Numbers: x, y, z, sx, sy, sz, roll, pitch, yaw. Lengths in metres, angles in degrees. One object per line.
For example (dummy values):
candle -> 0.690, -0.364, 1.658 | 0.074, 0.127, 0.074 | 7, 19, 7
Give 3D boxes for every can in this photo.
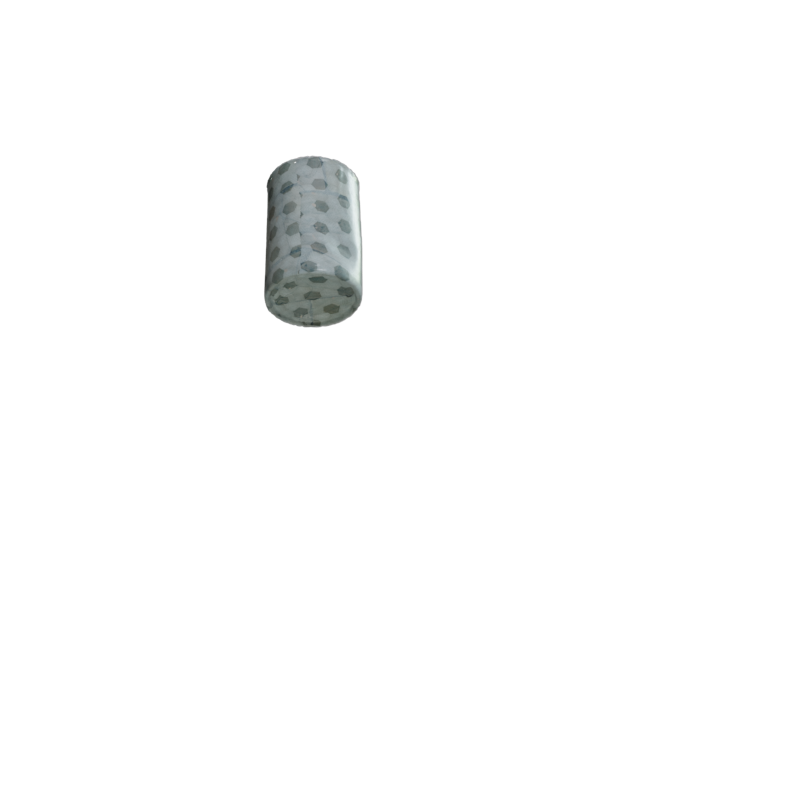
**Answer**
can -> -0.061, -0.111, 0.776 | 0.068, 0.109, 0.064 | -1, -35, -2
